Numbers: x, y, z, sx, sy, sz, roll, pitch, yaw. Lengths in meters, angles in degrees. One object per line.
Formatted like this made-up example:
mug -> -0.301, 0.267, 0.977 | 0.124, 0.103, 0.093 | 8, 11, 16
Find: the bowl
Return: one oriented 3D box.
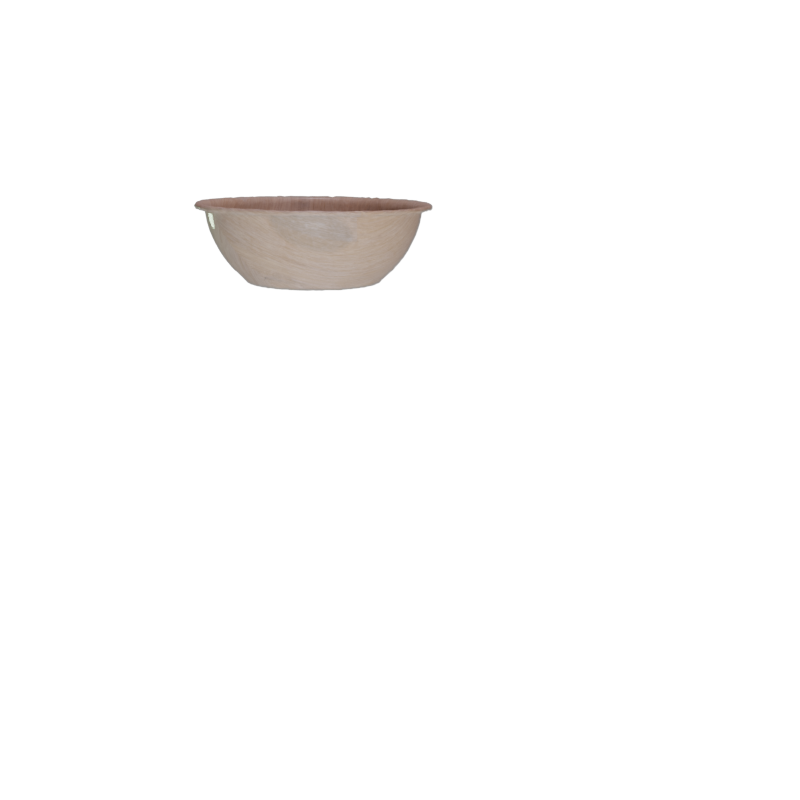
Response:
bowl -> -0.059, -0.108, 0.754 | 0.162, 0.054, 0.166 | 0, 13, -2
